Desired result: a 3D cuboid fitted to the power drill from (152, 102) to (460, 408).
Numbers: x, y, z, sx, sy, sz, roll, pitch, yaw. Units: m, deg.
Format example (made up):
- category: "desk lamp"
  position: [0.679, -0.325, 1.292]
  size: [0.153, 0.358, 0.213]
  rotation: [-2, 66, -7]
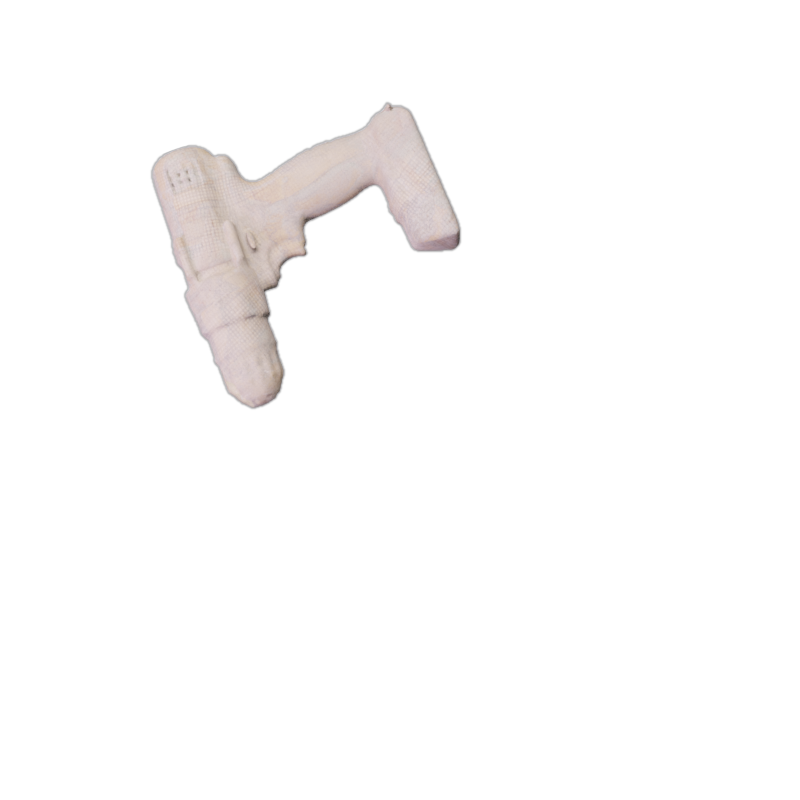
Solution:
- category: "power drill"
  position: [-0.059, -0.107, 0.751]
  size: [0.187, 0.190, 0.056]
  rotation: [-20, -10, -4]
